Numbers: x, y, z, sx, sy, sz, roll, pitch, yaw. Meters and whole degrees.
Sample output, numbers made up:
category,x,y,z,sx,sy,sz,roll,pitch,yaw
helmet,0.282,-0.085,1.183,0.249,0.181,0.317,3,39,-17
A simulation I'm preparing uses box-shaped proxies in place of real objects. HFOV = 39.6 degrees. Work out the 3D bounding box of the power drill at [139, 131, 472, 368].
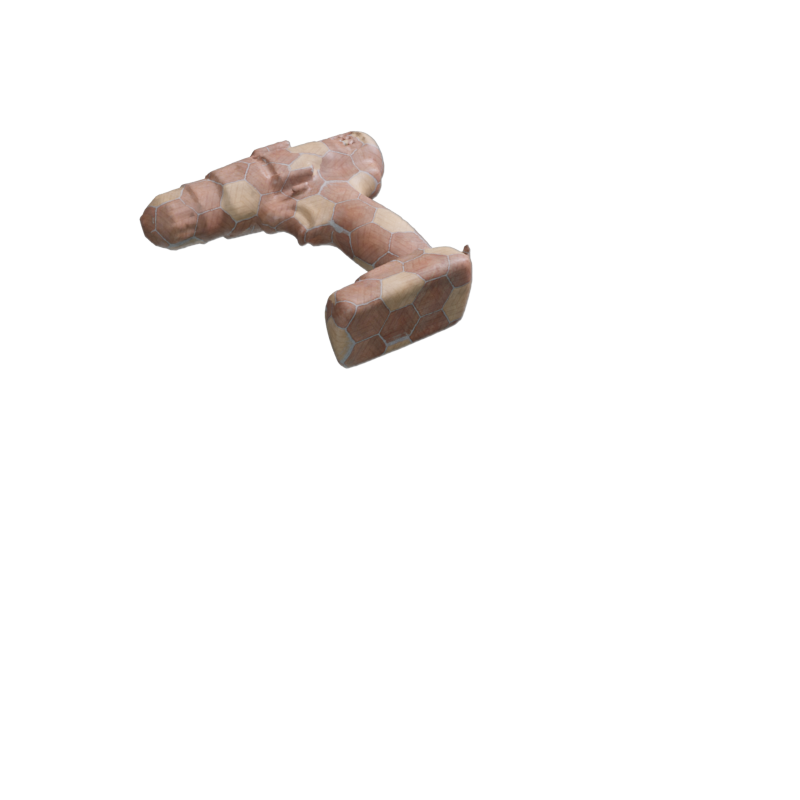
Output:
category,x,y,z,sx,sy,sz,roll,pitch,yaw
power drill,-0.058,-0.105,0.736,0.183,0.053,0.203,-23,49,-22
